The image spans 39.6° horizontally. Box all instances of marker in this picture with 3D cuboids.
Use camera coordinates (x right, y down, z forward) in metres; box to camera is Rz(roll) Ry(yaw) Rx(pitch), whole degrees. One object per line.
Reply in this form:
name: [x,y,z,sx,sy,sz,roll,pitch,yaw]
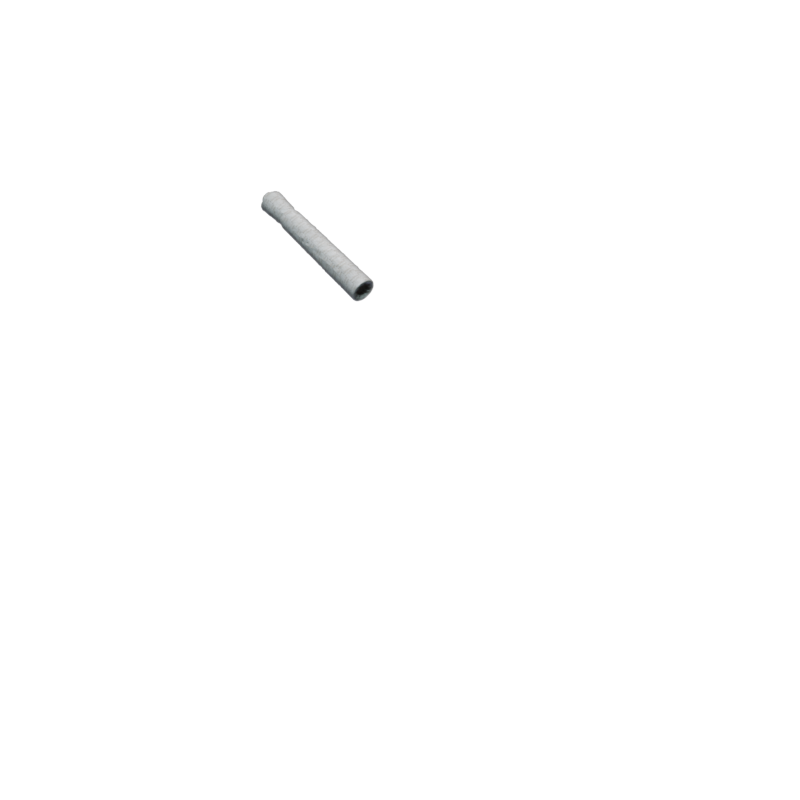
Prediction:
marker: [-0.063,-0.115,0.806,0.019,0.019,0.130,-3,39,-45]
